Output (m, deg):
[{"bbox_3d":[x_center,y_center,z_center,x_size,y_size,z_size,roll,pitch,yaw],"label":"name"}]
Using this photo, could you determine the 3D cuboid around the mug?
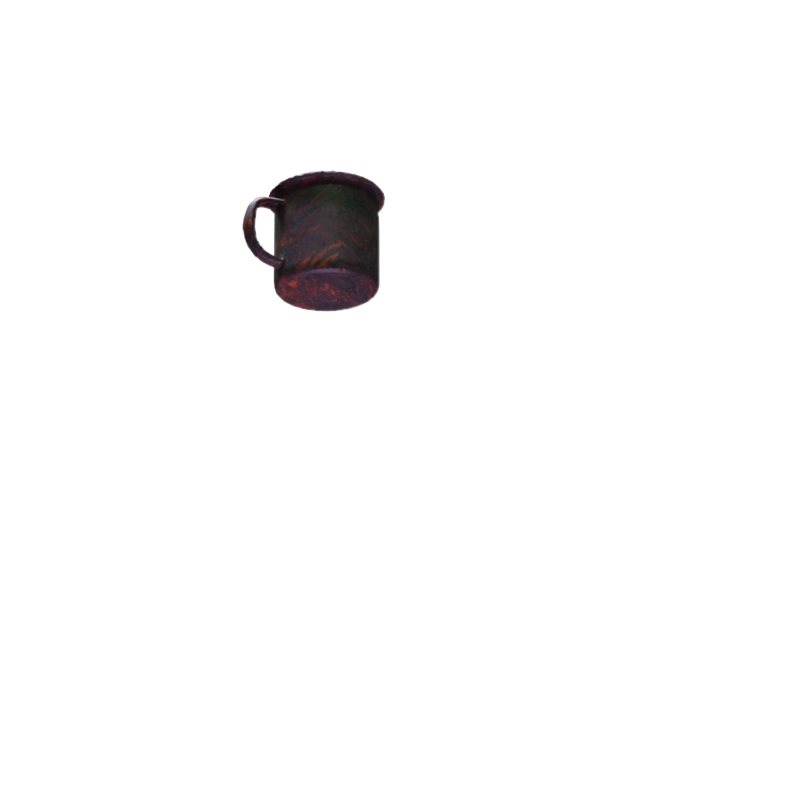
[{"bbox_3d":[-0.067,-0.122,0.857,0.112,0.086,0.092,13,-26,-30],"label":"mug"}]
